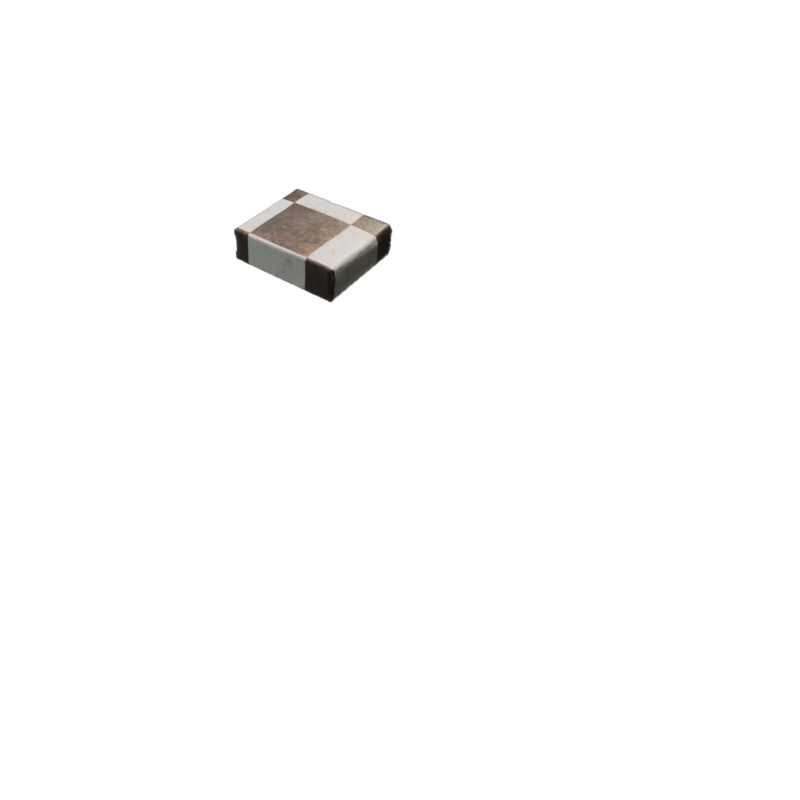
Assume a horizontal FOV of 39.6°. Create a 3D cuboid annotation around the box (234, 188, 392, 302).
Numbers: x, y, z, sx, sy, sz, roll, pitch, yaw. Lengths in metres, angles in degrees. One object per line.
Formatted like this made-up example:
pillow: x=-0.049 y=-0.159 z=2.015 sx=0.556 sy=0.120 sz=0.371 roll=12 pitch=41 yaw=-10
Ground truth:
box: x=-0.062 y=-0.114 z=0.795 sx=0.094 sy=0.028 sz=0.074 roll=25 pitch=44 yaw=27
